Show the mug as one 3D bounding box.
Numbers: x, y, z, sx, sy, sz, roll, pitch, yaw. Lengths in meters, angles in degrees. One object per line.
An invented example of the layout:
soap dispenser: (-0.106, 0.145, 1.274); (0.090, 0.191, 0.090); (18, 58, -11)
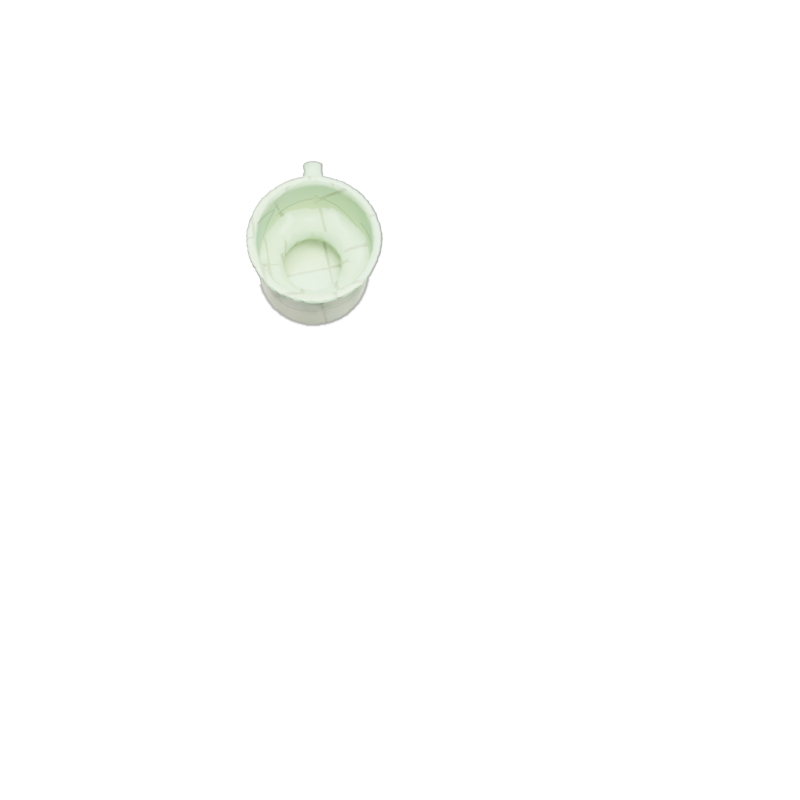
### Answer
mug: (-0.062, -0.114, 0.798); (0.093, 0.123, 0.078); (-4, -18, -3)
